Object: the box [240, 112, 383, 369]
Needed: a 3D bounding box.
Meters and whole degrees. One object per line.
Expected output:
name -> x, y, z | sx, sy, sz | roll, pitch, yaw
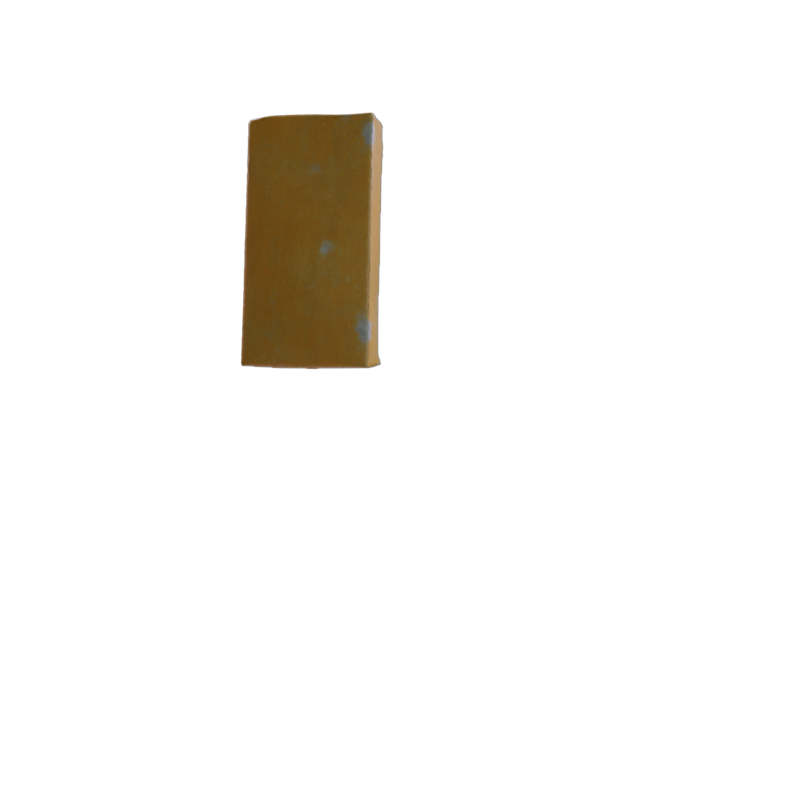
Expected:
box -> -0.061, -0.111, 0.776 | 0.095, 0.178, 0.047 | -1, -4, 13
